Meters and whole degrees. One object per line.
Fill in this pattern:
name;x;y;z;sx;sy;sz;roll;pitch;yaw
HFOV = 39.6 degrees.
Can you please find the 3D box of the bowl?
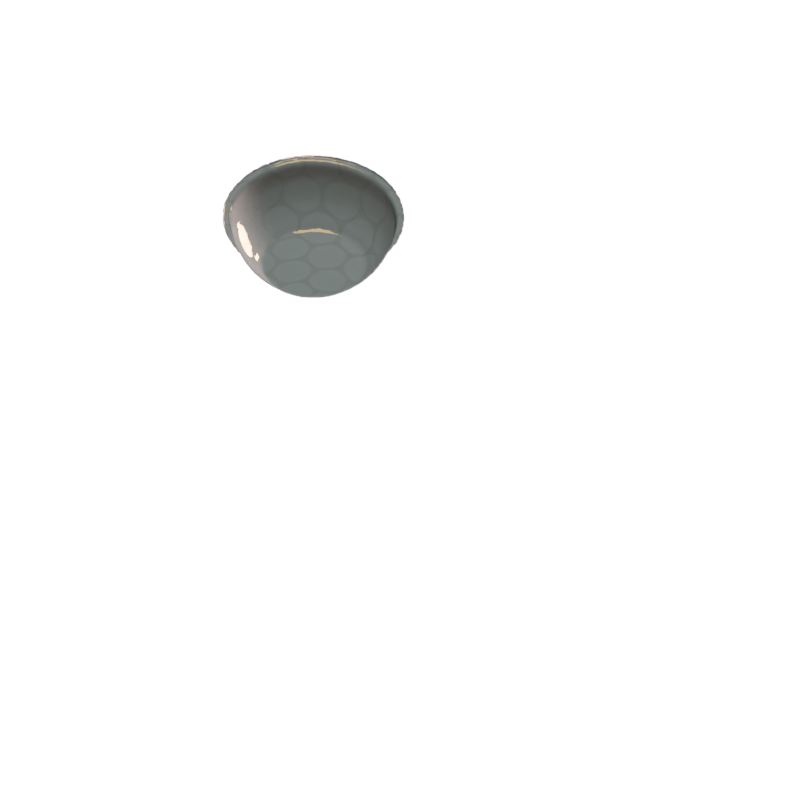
bowl;-0.076;-0.138;0.969;0.162;0.059;0.151;1;-37;-2
